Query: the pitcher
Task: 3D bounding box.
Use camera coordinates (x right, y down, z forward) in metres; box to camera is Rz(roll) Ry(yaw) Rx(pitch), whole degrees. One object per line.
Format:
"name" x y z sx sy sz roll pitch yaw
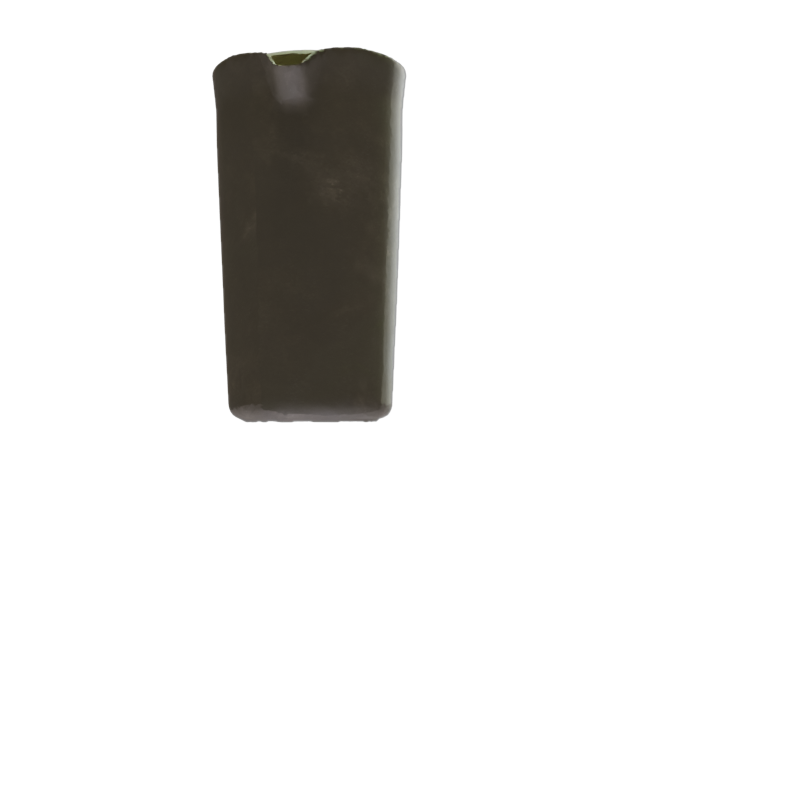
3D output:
"pitcher" -0.059 -0.108 0.757 0.143 0.248 0.149 5 -9 -39
